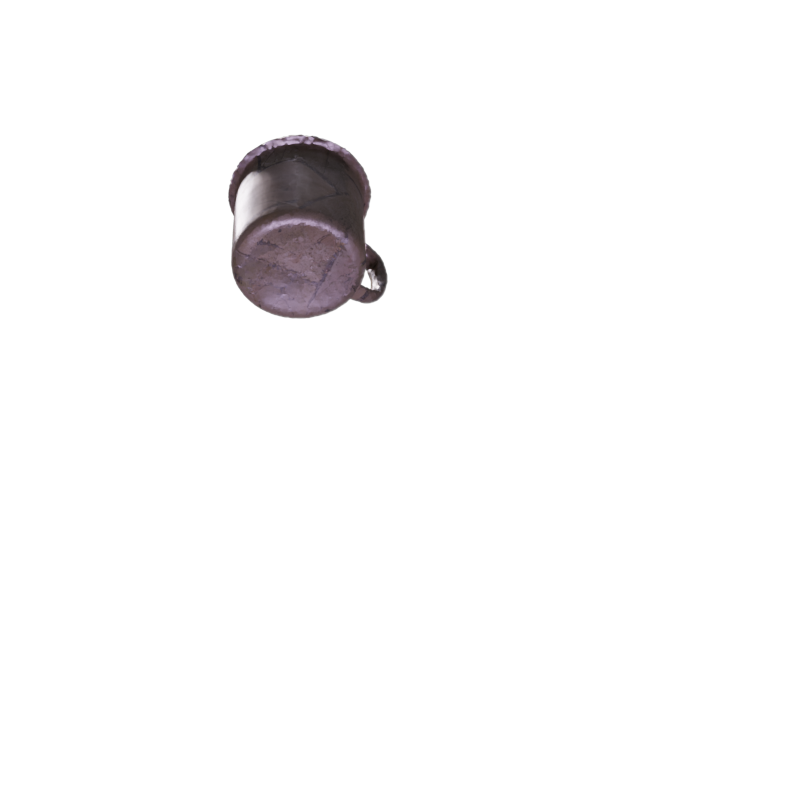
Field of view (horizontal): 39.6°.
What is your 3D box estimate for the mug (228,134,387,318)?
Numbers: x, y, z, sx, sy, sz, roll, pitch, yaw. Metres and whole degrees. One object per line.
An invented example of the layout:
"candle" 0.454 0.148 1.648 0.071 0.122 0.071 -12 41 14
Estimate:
"mug" -0.055 -0.100 0.697 0.111 0.087 0.092 35 -59 -27
